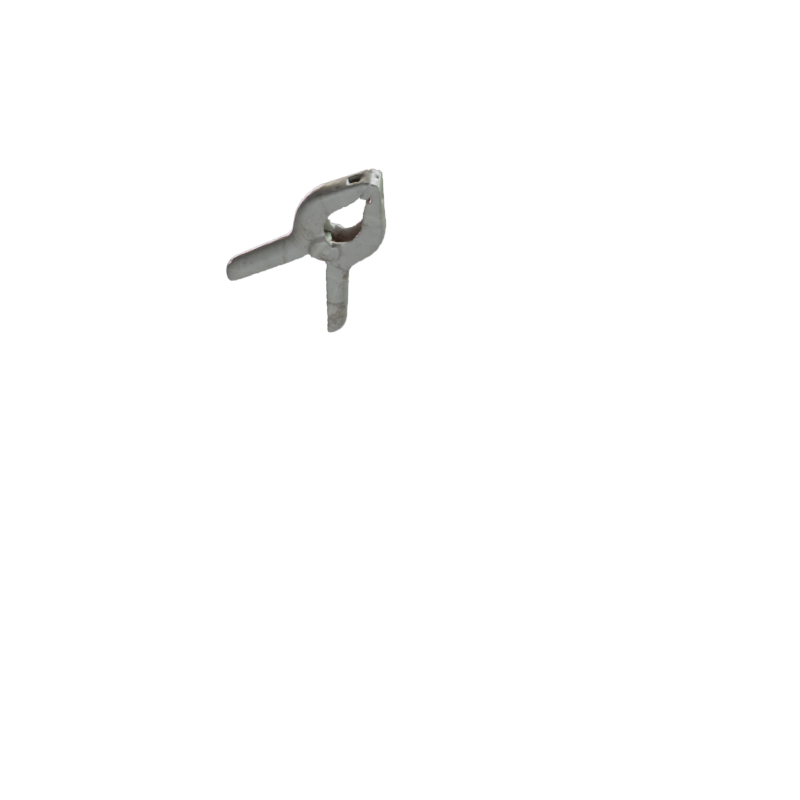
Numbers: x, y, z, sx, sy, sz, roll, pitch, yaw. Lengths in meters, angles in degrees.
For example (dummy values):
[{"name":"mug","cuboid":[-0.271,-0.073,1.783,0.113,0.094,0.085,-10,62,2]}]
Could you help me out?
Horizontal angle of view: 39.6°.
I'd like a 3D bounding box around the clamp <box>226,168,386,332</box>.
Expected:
[{"name":"clamp","cuboid":[-0.076,-0.138,0.967,0.117,0.164,0.042,19,37,-15]}]
